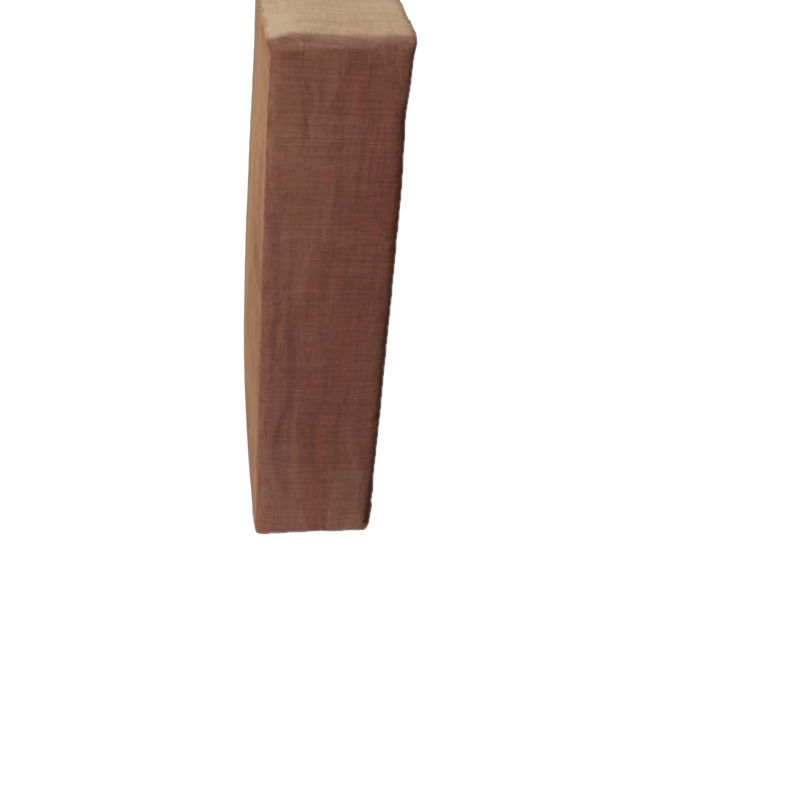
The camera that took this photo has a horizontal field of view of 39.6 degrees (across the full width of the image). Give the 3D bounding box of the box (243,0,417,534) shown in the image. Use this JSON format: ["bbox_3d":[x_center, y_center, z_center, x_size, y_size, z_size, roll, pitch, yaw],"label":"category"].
[{"bbox_3d":[-0.029,-0.052,0.364,0.048,0.165,0.100,-2,34,-8],"label":"box"}]
